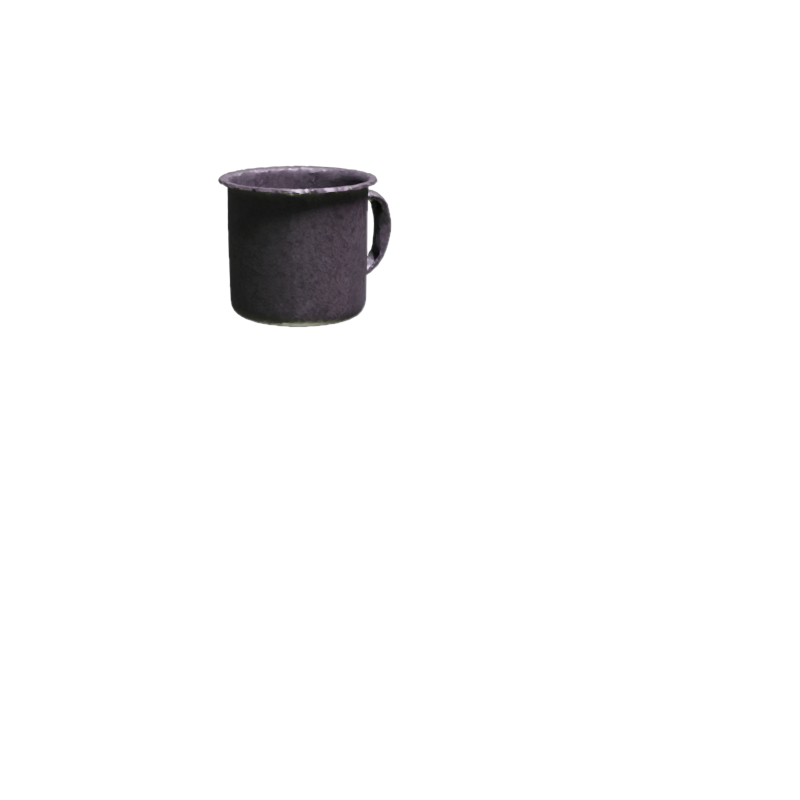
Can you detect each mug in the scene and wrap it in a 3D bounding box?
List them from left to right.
[{"bbox_3d":[-0.052,-0.095,0.665,0.115,0.079,0.099,-16,23,-41],"label":"mug"}]
